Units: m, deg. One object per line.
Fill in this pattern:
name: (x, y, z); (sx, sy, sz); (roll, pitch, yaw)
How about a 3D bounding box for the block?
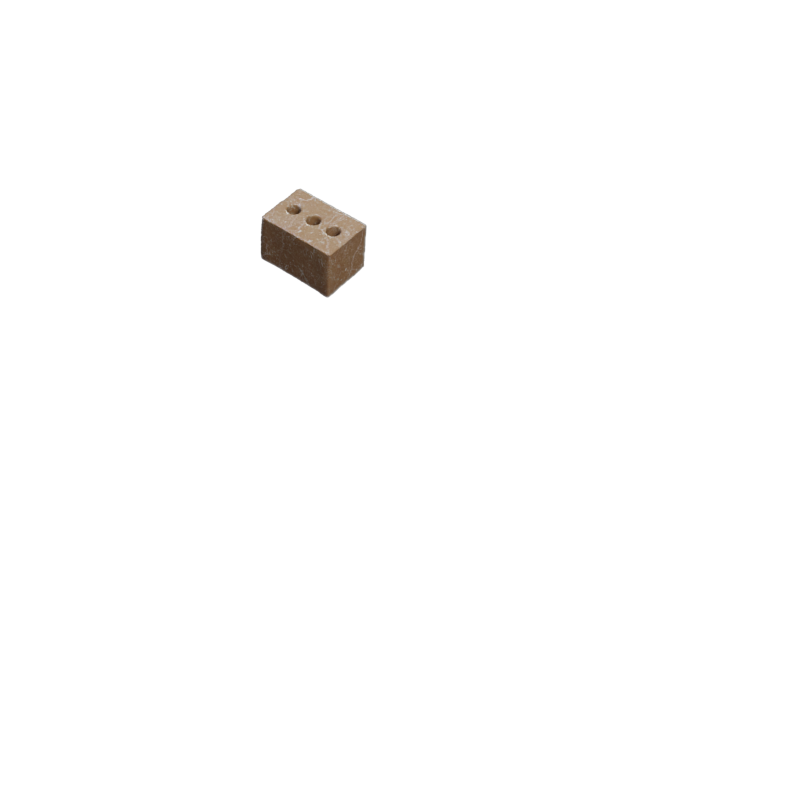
block: (-0.075, -0.136, 0.953); (0.082, 0.048, 0.053); (31, 53, 25)
